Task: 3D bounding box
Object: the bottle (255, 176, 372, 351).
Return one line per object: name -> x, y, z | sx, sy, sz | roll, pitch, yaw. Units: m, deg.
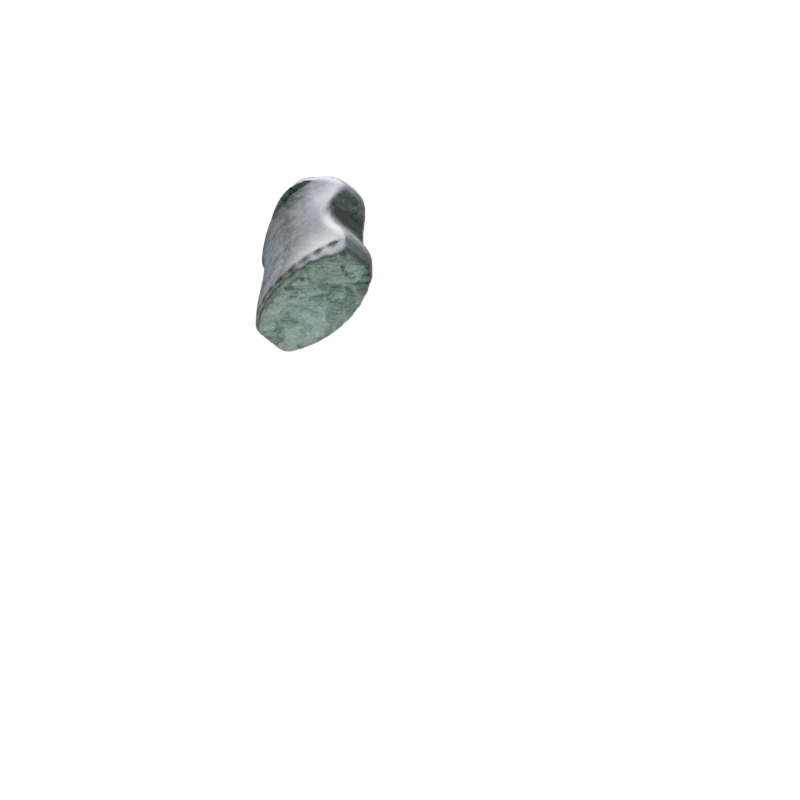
bottle -> -0.069, -0.126, 0.879 | 0.055, 0.095, 0.205 | 37, 25, -26
